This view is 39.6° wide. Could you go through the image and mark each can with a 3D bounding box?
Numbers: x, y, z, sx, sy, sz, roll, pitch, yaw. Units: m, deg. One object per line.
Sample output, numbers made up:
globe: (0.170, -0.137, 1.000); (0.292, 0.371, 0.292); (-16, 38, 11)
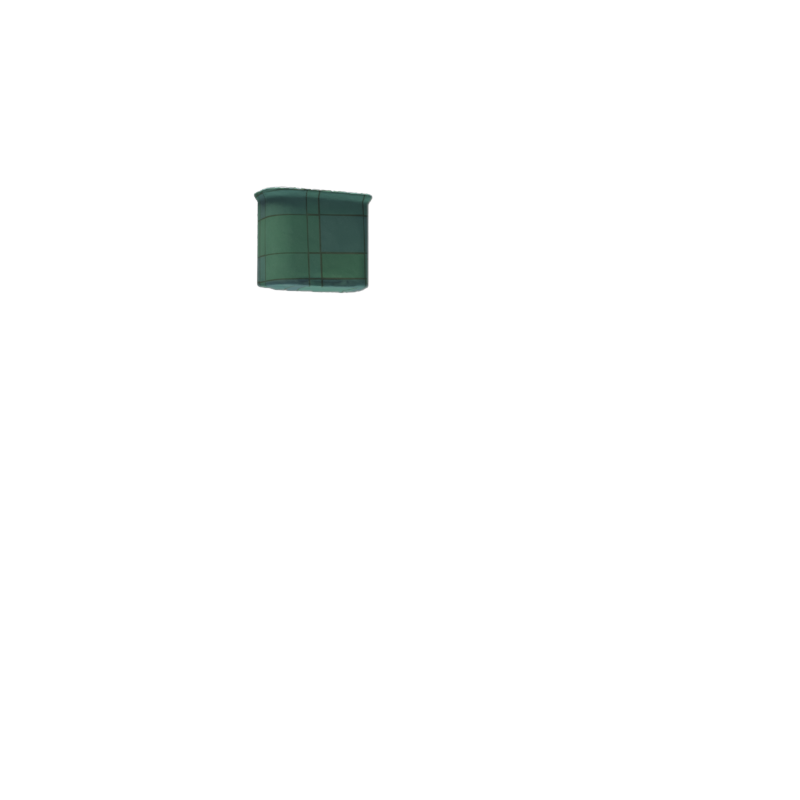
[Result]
can: (-0.076, -0.138, 0.967); (0.099, 0.085, 0.059); (1, -5, -26)
